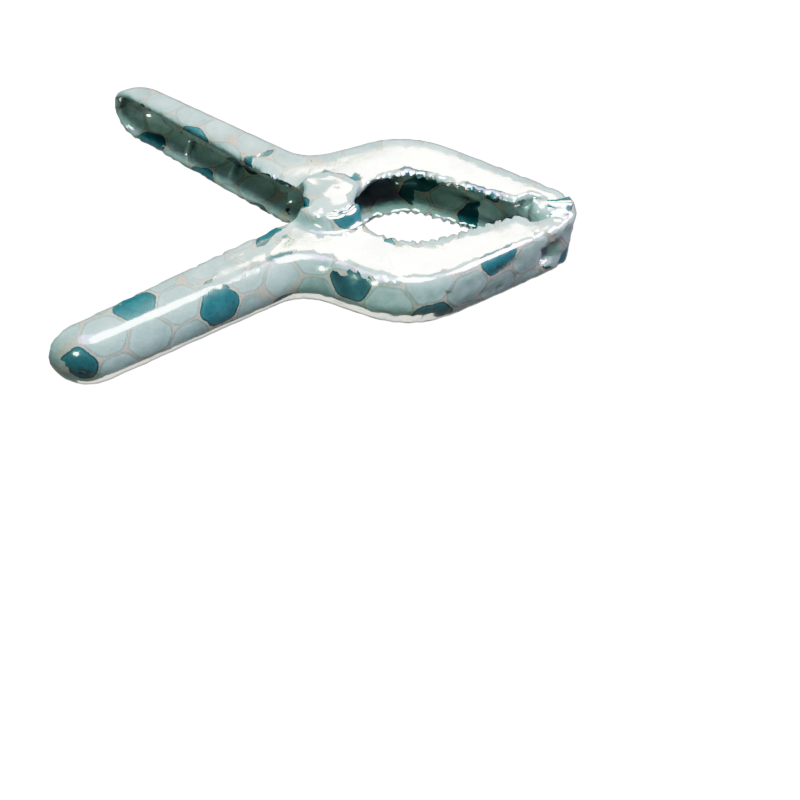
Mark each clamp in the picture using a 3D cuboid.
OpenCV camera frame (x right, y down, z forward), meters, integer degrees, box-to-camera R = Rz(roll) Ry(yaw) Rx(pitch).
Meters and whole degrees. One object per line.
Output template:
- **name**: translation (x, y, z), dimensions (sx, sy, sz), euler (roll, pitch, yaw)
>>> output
- **clamp**: translation (-0.036, -0.065, 0.455), dimensions (0.212, 0.175, 0.034), euler (6, -40, 5)
